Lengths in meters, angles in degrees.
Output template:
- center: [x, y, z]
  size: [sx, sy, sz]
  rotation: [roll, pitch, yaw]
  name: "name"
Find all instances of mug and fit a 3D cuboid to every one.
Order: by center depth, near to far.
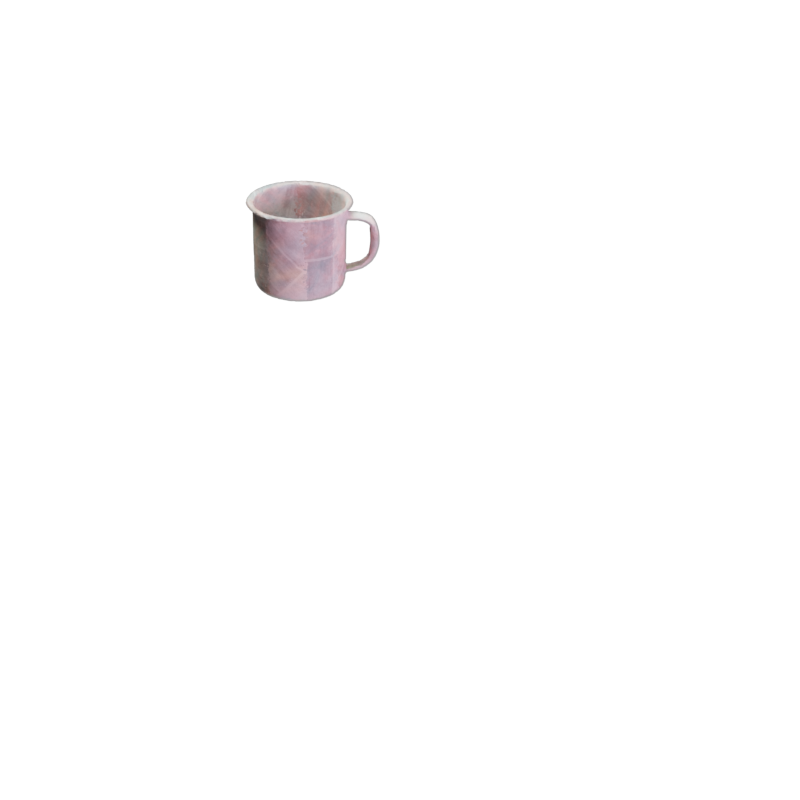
- center: [-0.077, -0.140, 0.978]
  size: [0.116, 0.077, 0.099]
  rotation: [-2, 29, -4]
  name: "mug"
